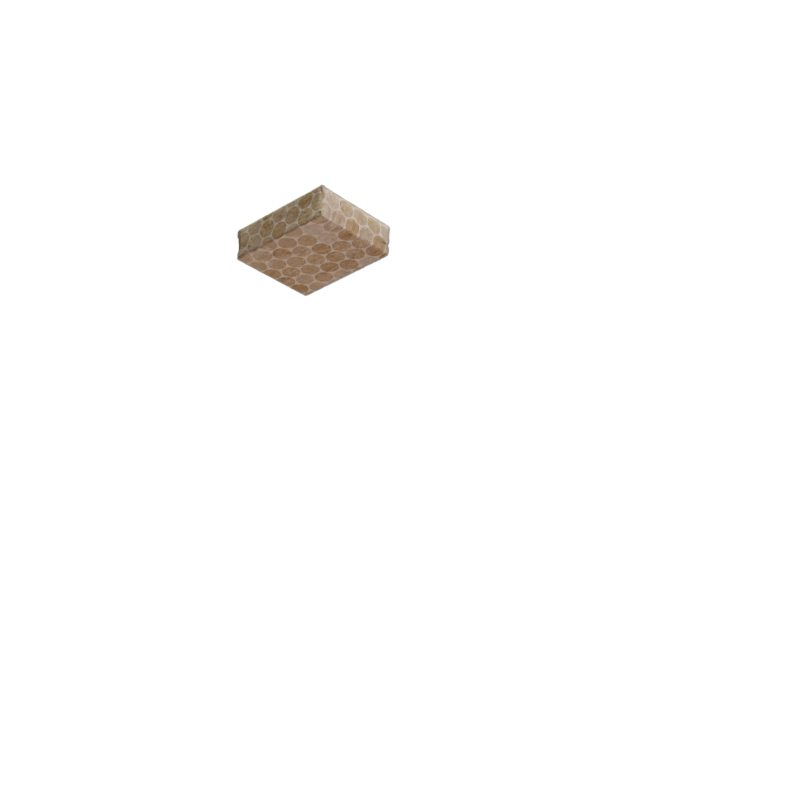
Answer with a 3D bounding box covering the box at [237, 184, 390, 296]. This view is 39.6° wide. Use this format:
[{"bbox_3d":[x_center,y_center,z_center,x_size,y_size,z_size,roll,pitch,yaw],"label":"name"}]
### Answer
[{"bbox_3d":[-0.063,-0.116,0.813,0.090,0.032,0.068,-23,-35,36],"label":"box"}]
